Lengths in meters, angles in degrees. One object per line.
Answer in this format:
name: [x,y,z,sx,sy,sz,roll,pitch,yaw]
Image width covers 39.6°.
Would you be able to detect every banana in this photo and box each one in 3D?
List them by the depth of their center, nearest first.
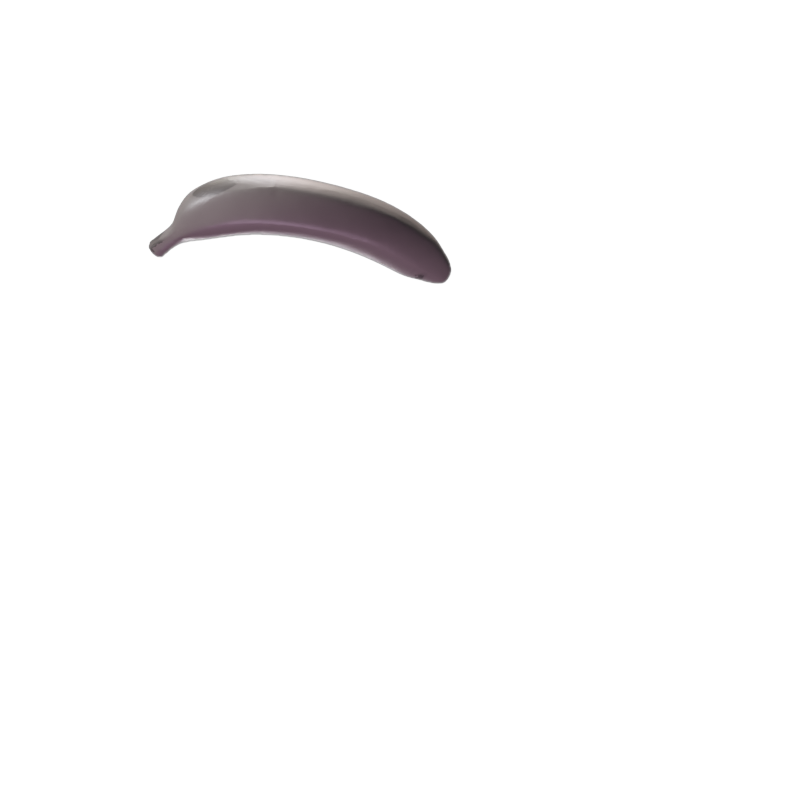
banana: [-0.053,-0.109,0.693,0.194,0.039,0.067,6,-27,-13]
